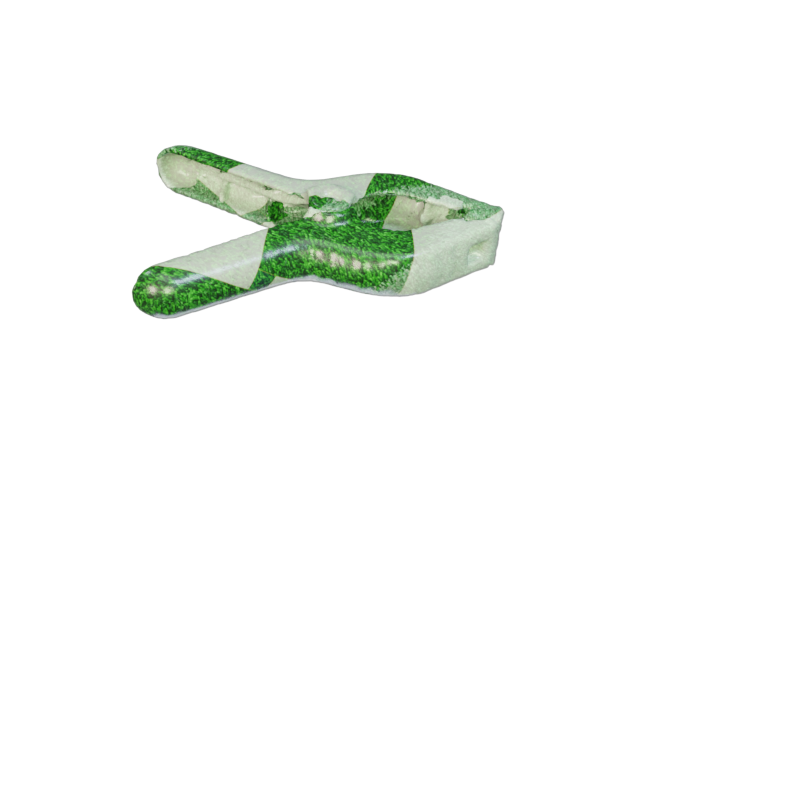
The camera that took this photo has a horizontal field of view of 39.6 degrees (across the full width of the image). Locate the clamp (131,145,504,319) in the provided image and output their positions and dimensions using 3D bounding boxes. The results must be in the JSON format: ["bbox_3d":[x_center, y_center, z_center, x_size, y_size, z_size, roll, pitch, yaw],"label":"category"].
[{"bbox_3d":[-0.040,-0.072,0.506,0.173,0.036,0.128,5,45,5],"label":"clamp"}]
